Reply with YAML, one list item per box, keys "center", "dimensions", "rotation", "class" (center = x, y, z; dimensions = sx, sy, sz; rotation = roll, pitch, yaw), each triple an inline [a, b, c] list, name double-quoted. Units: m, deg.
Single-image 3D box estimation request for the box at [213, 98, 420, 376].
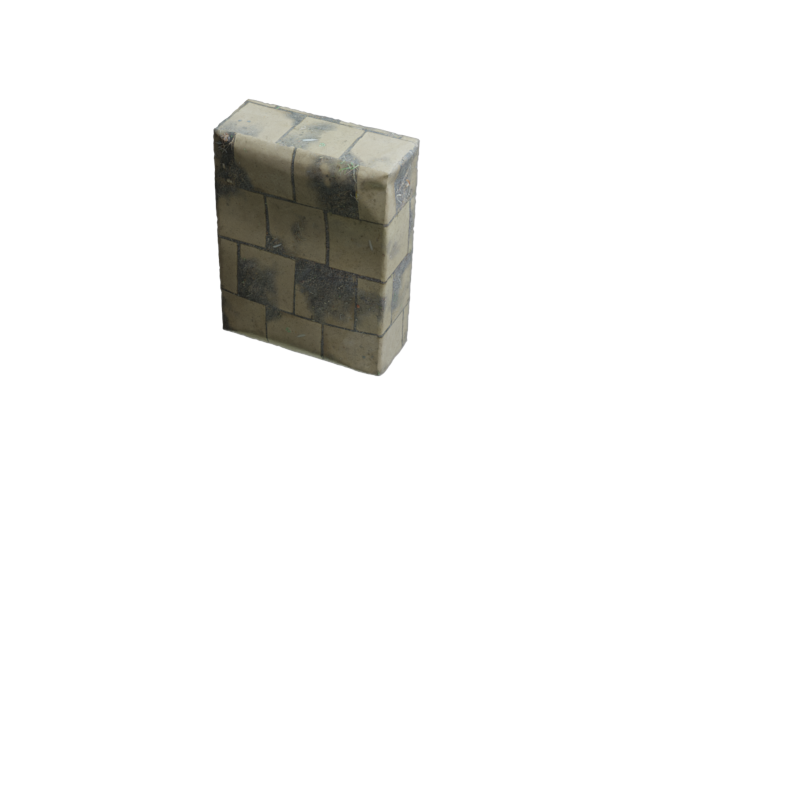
- center: [-0.075, -0.138, 0.964]
  dimensions: [0.170, 0.200, 0.074]
  rotation: [18, 40, 19]
  class: "box"
